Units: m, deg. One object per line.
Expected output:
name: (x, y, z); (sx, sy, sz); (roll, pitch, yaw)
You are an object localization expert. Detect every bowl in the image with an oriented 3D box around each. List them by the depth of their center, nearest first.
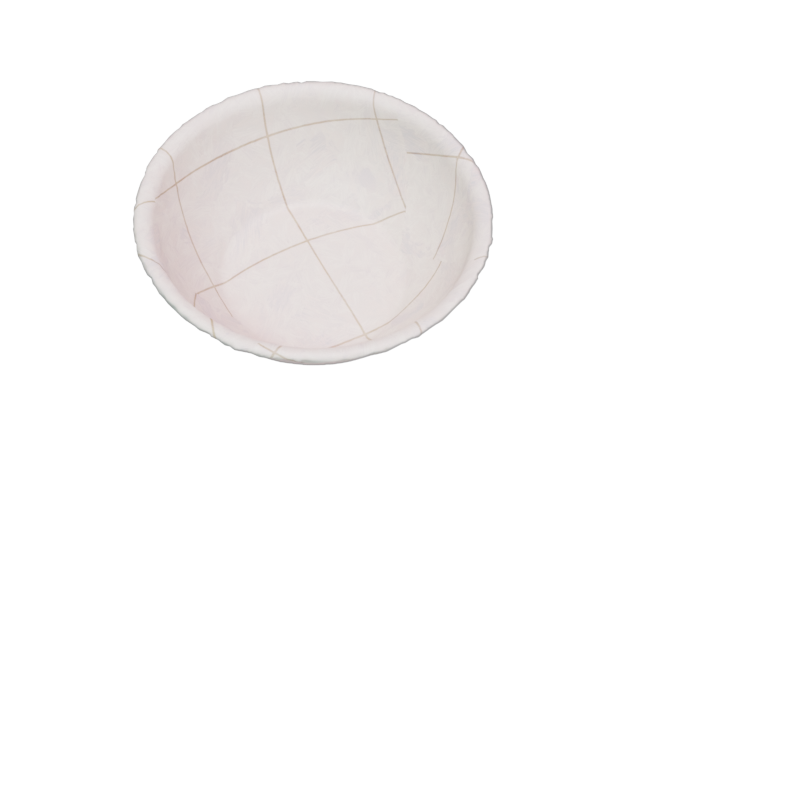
bowl: (-0.041, -0.074, 0.520); (0.162, 0.173, 0.051); (-1, -34, -1)
